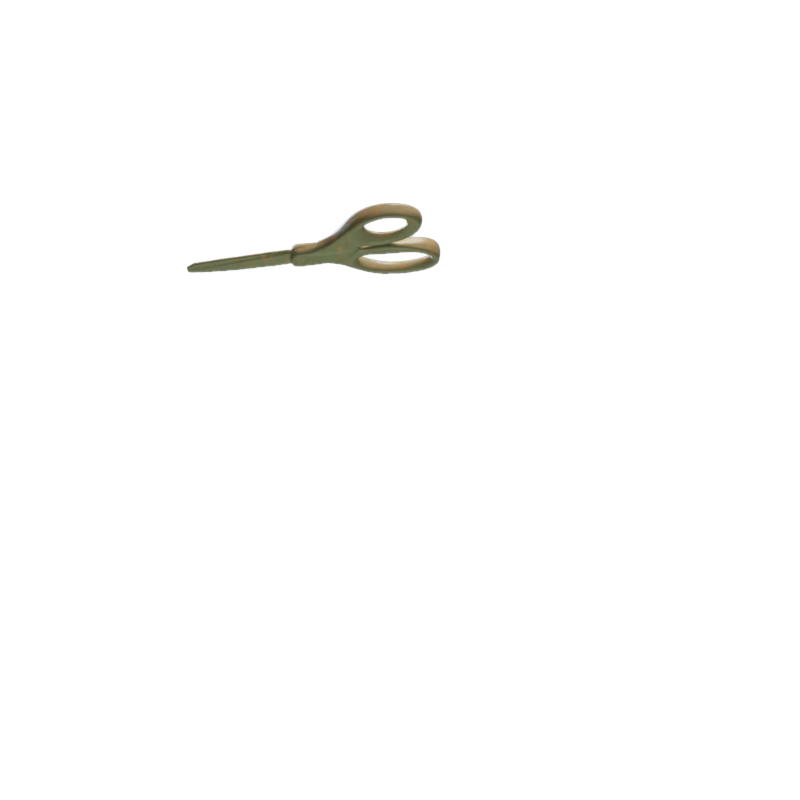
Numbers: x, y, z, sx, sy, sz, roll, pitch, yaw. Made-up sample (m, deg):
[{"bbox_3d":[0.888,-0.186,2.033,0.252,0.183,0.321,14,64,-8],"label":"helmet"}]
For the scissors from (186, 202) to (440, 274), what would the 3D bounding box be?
[{"bbox_3d":[-0.068,-0.123,0.863,0.201,0.017,0.091,1,-27,-2],"label":"scissors"}]
